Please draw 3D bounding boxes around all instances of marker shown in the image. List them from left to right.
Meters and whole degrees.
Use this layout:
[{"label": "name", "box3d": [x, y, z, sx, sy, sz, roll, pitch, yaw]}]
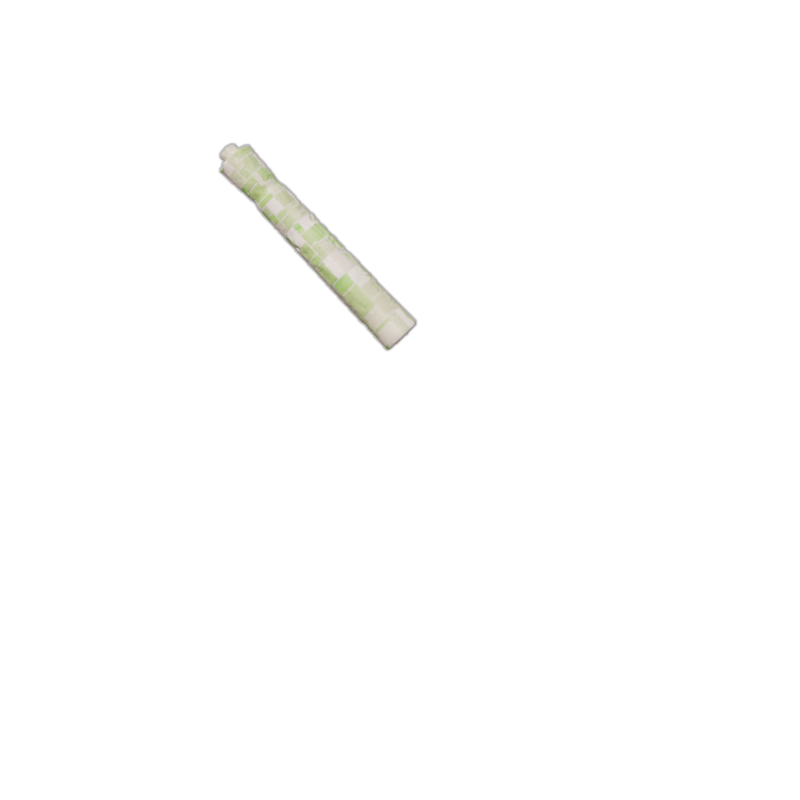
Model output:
[{"label": "marker", "box3d": [-0.040, -0.073, 0.514, 0.020, 0.124, 0.019, -42, -9, -7]}]
